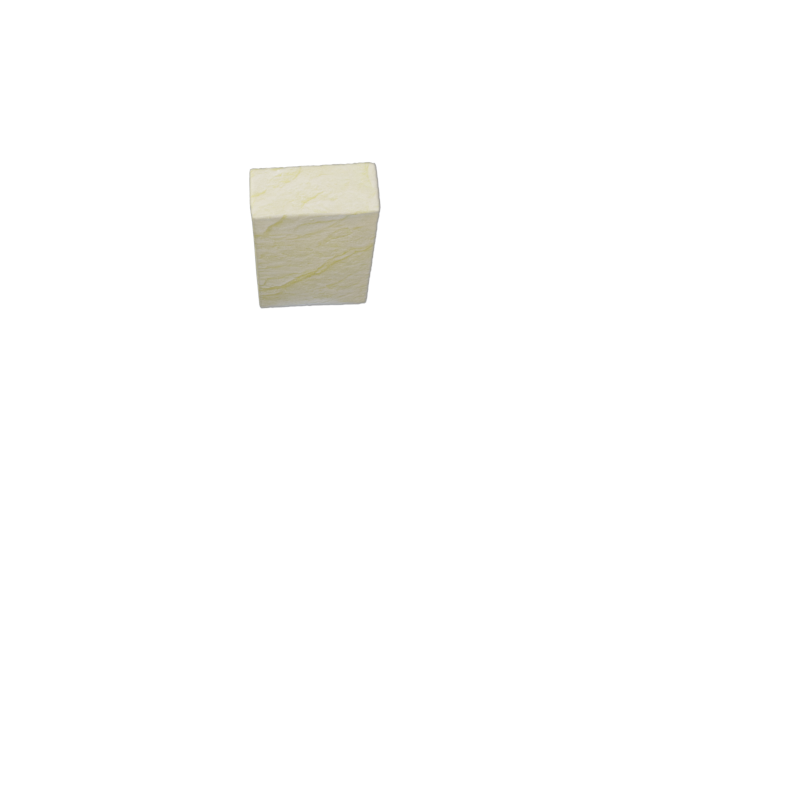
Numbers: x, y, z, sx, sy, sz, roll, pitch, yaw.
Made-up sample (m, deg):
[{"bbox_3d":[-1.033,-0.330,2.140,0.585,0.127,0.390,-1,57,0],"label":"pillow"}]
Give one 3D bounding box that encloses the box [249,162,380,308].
[{"bbox_3d":[-0.067,-0.122,0.854,0.093,0.050,0.169,-3,-15,-4],"label":"box"}]
